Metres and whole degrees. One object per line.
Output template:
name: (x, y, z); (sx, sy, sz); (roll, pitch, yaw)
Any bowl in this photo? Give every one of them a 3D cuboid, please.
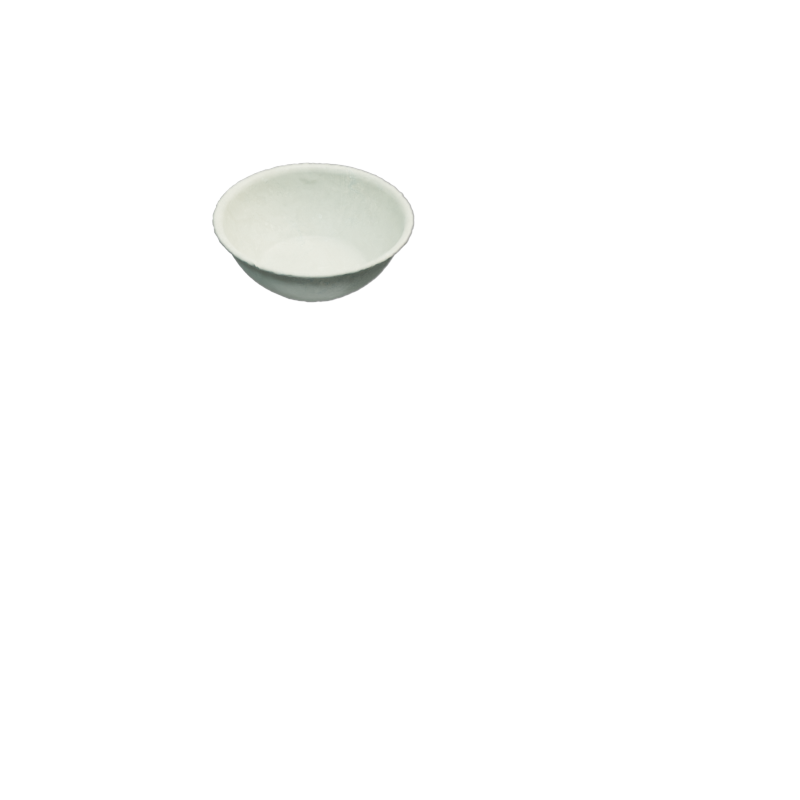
bowl: (-0.071, -0.129, 0.901); (0.162, 0.051, 0.174); (-1, 40, -2)
